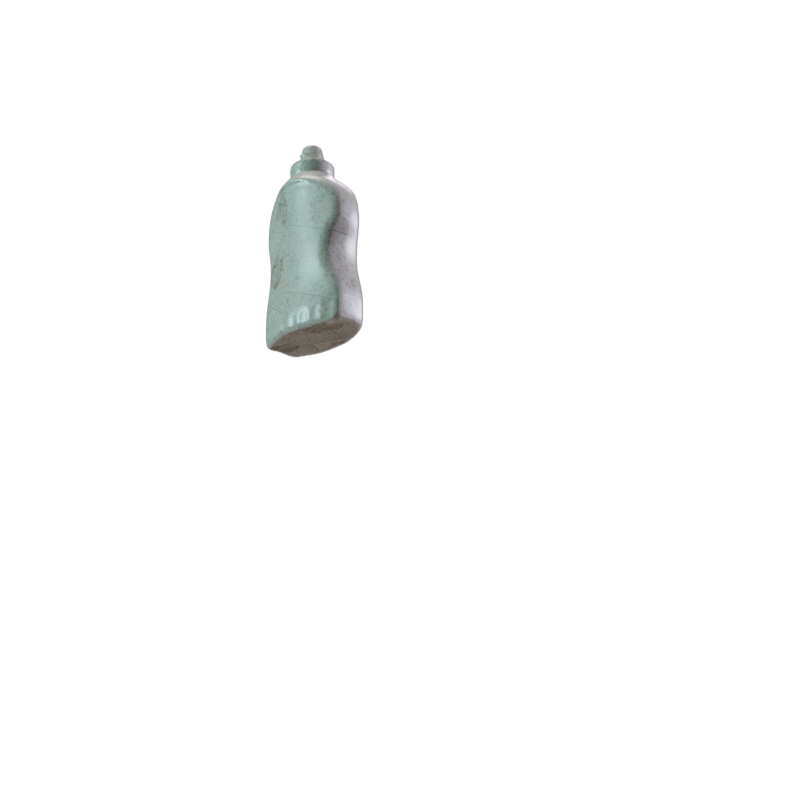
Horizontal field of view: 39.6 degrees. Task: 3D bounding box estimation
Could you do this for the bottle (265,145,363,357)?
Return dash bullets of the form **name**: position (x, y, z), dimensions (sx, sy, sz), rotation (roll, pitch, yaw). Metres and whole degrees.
- **bottle**: position (-0.078, -0.141, 0.988), dimensions (0.055, 0.203, 0.096), rotation (20, -32, -38)
